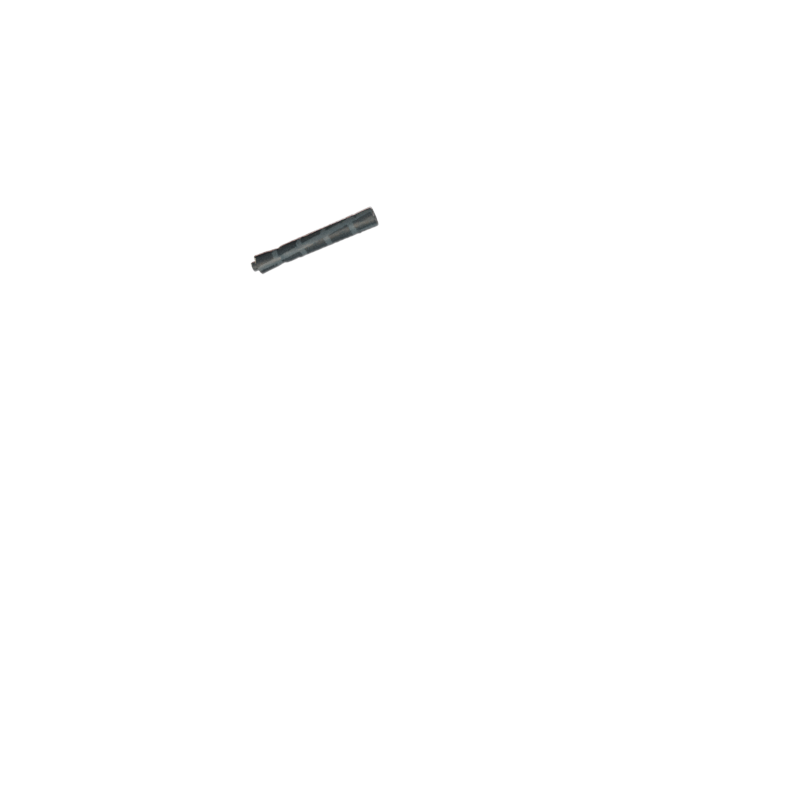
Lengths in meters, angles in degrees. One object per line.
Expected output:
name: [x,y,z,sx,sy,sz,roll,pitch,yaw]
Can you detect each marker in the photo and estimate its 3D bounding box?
marker: [-0.078,-0.143,1.000,0.121,0.020,0.020,-22,1,8]
